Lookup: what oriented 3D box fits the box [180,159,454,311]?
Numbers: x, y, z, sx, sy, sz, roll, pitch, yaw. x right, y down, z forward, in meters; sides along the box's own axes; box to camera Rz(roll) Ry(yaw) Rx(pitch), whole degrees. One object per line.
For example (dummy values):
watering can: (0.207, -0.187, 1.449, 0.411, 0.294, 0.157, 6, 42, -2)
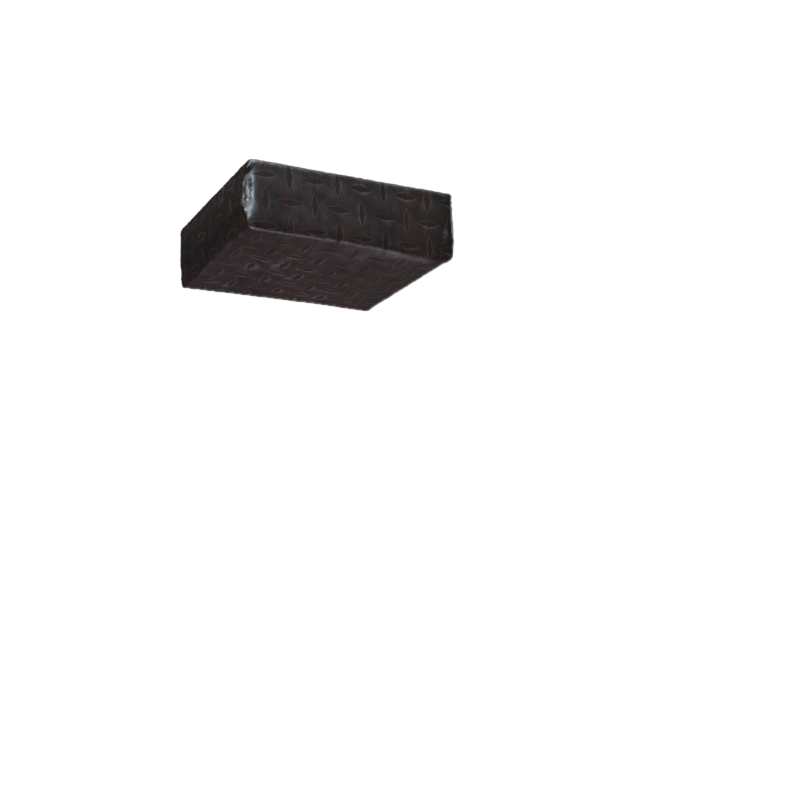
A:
box: (-0.043, -0.079, 0.554, 0.109, 0.041, 0.089, 8, -18, -27)
